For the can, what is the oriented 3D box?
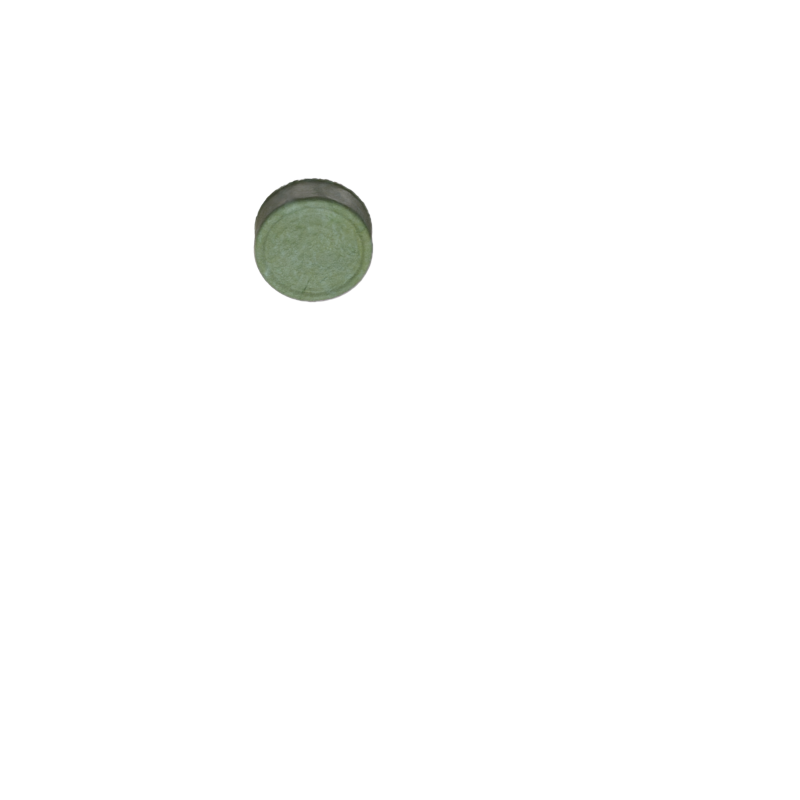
[{"bbox_3d":[-0.062,-0.113,0.791,0.086,0.081,0.036,1,32,-1],"label":"can"}]
